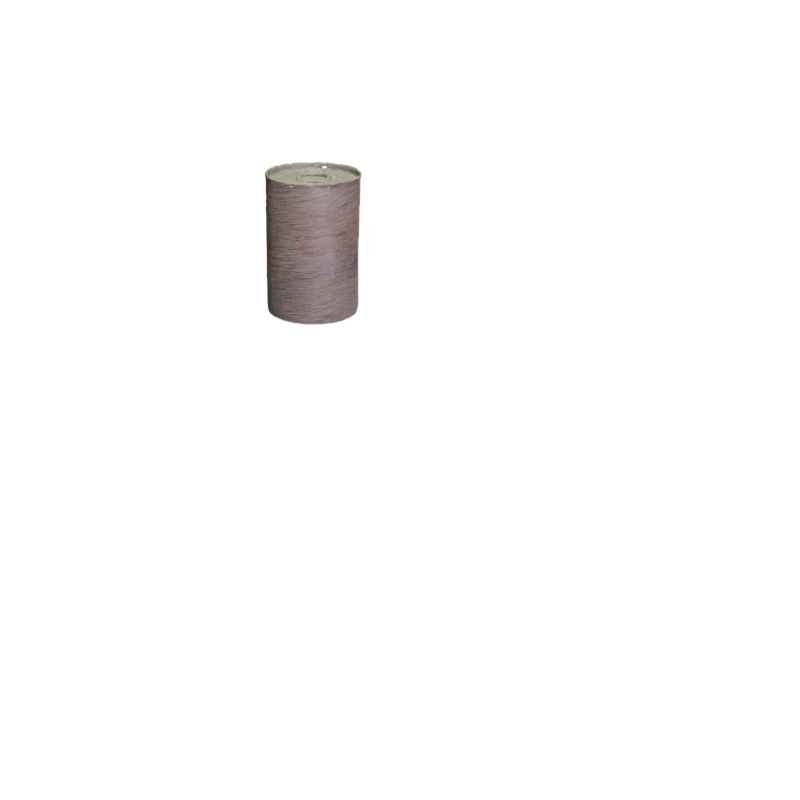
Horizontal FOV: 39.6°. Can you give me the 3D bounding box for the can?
[{"bbox_3d":[-0.062,-0.113,0.788,0.068,0.098,0.072,0,20,-2],"label":"can"}]
